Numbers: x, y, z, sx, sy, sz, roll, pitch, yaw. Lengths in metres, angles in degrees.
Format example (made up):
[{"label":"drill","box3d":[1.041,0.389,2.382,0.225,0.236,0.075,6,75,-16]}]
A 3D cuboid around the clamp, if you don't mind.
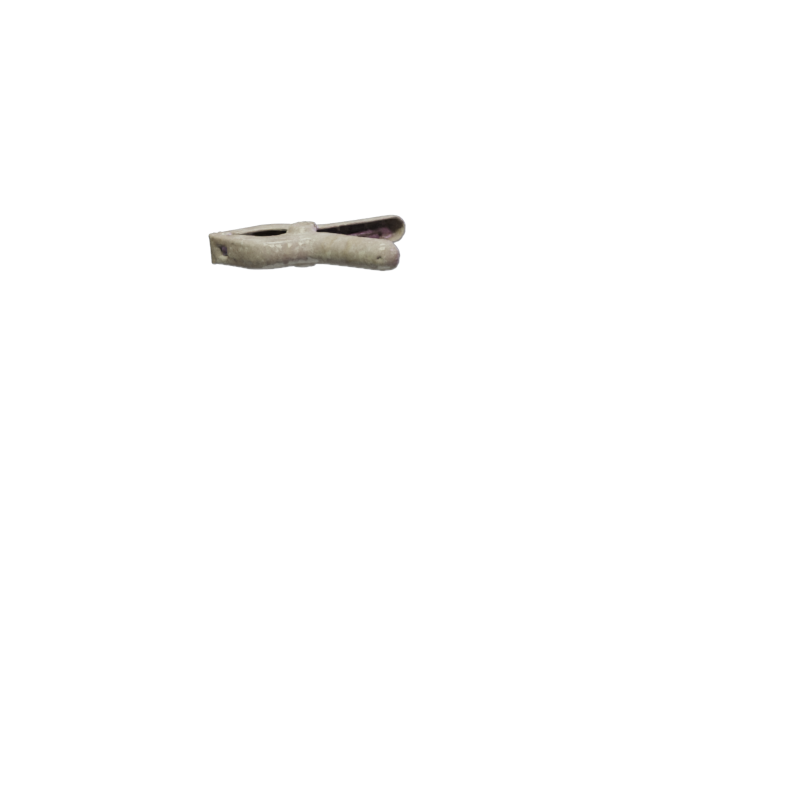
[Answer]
[{"label":"clamp","box3d":[-0.074,-0.136,0.950,0.175,0.038,0.121,4,15,14]}]
